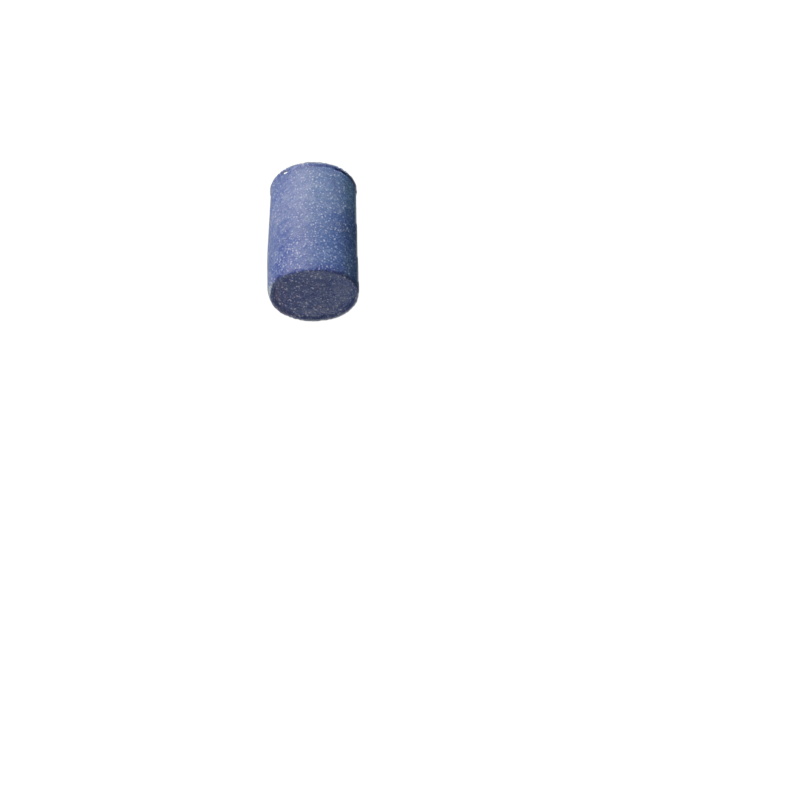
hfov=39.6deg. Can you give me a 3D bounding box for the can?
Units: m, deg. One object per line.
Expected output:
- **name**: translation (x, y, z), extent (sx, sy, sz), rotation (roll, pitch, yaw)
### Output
- **can**: translation (-0.065, -0.119, 0.835), extent (0.068, 0.109, 0.064), rotation (-1, -35, -2)
